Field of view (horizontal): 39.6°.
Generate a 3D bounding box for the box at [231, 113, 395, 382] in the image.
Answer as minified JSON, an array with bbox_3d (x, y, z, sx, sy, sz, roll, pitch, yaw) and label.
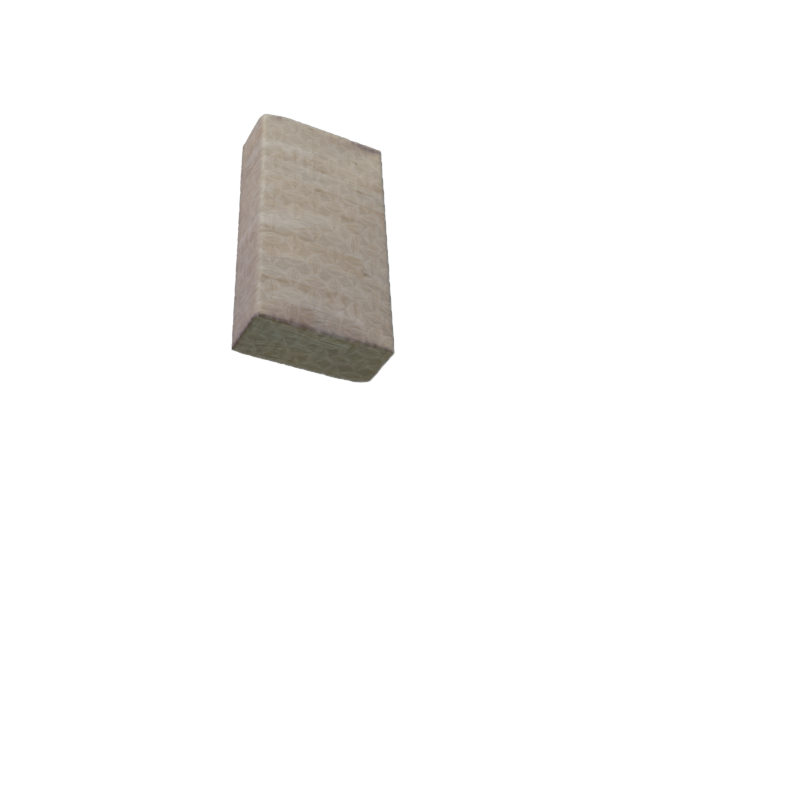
[{"bbox_3d":[-0.056,-0.102,0.711,0.090,0.189,0.046,14,-40,-22],"label":"box"}]
